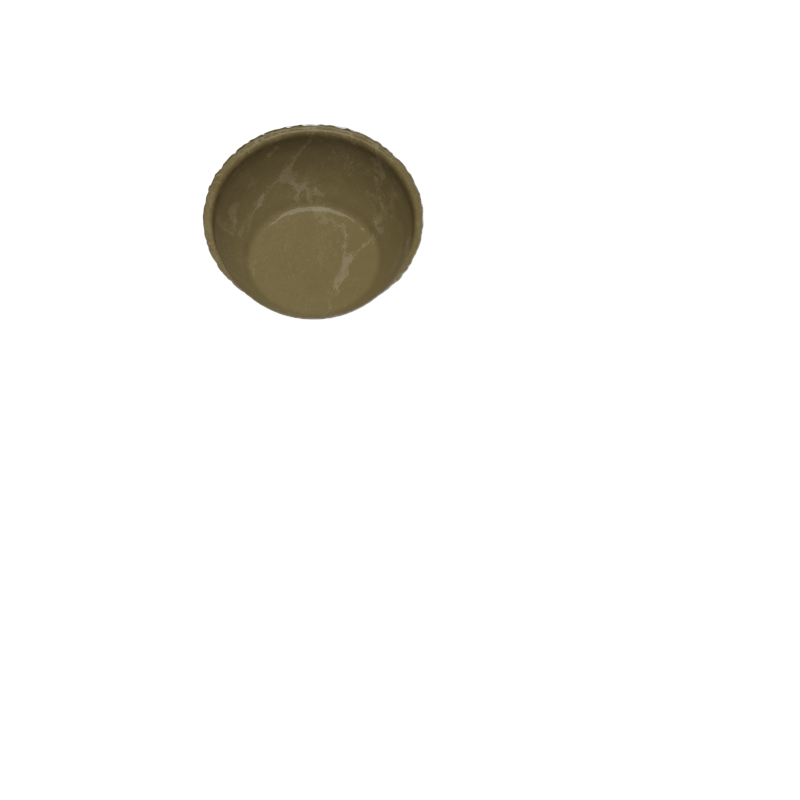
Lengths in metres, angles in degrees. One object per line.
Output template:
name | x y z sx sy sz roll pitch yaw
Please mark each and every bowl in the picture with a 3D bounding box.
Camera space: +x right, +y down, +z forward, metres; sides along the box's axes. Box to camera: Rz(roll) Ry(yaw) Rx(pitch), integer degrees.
bowl | -0.062 -0.113 0.791 0.162 0.152 0.059 1 35 -1
